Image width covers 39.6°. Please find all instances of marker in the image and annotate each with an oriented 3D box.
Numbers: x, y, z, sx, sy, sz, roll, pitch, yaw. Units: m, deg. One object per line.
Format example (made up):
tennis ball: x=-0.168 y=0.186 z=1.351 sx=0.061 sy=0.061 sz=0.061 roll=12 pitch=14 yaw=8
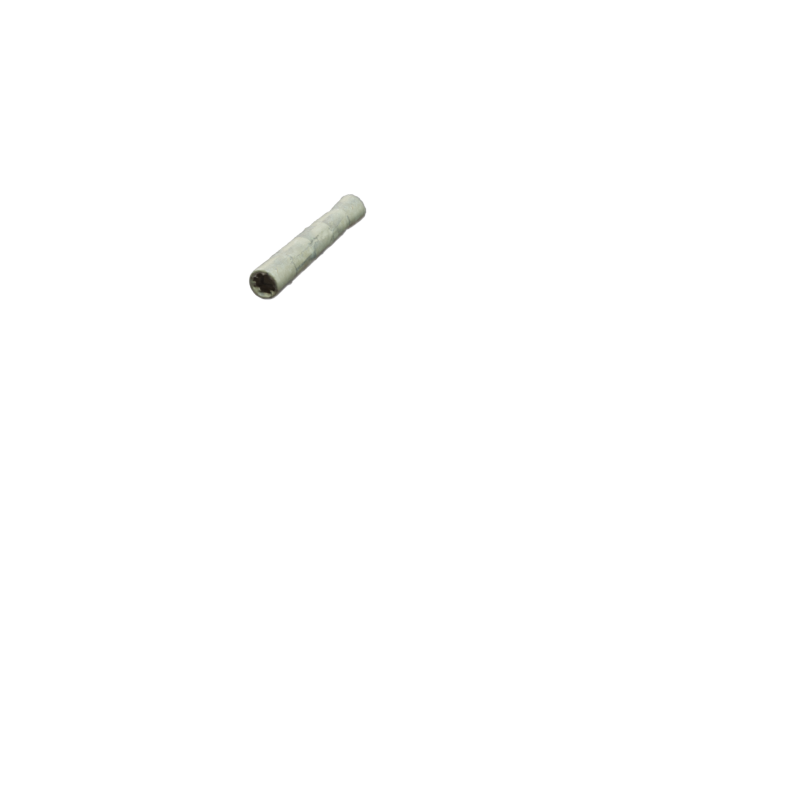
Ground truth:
marker: x=-0.051 y=-0.093 z=0.650 sx=0.020 sy=0.019 sz=0.124 roll=1 pitch=30 yaw=25
